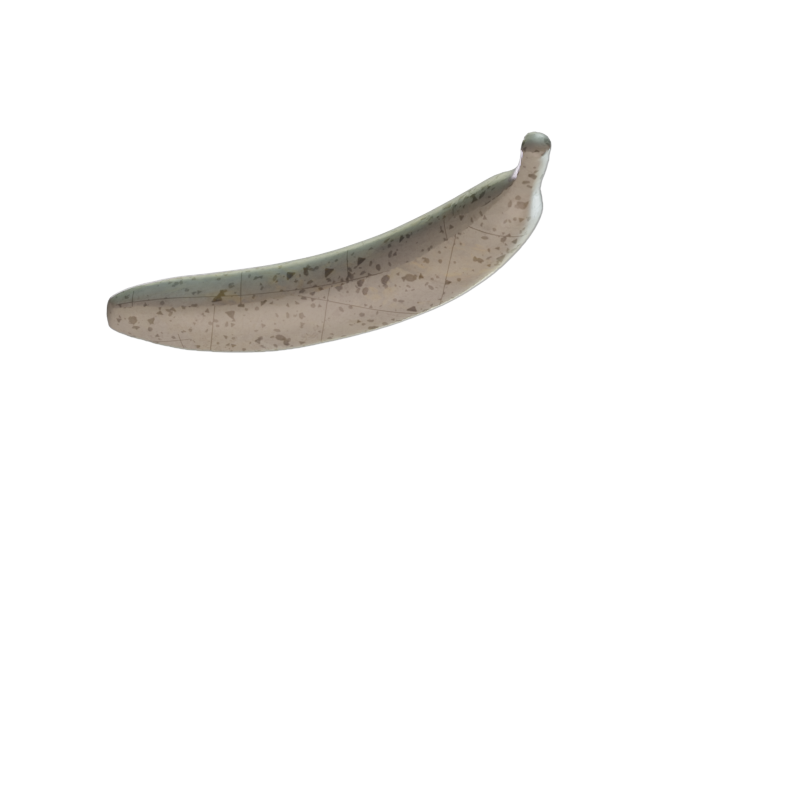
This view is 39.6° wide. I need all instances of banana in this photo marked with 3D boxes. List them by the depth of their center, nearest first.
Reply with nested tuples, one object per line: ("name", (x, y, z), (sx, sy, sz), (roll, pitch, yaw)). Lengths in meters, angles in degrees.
("banana", (-0.023, -0.054, 0.454), (0.199, 0.039, 0.064), (-19, -47, 19))
